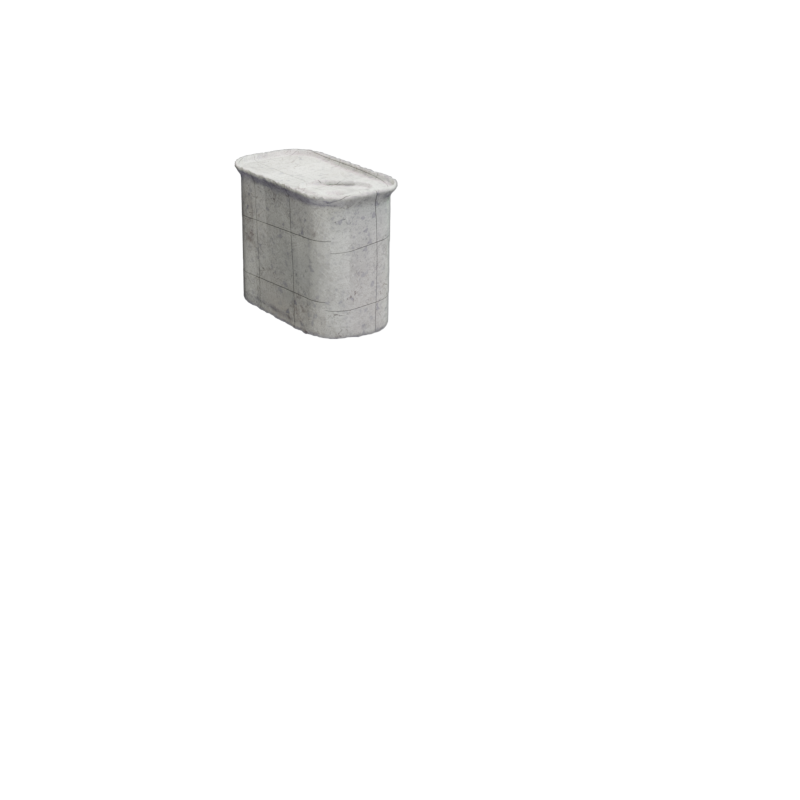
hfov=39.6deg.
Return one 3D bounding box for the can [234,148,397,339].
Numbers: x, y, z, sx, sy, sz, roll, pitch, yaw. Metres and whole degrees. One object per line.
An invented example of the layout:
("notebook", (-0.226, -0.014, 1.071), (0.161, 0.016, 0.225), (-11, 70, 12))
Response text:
("can", (-0.049, -0.089, 0.627), (0.056, 0.080, 0.109), (-14, 28, -34))
